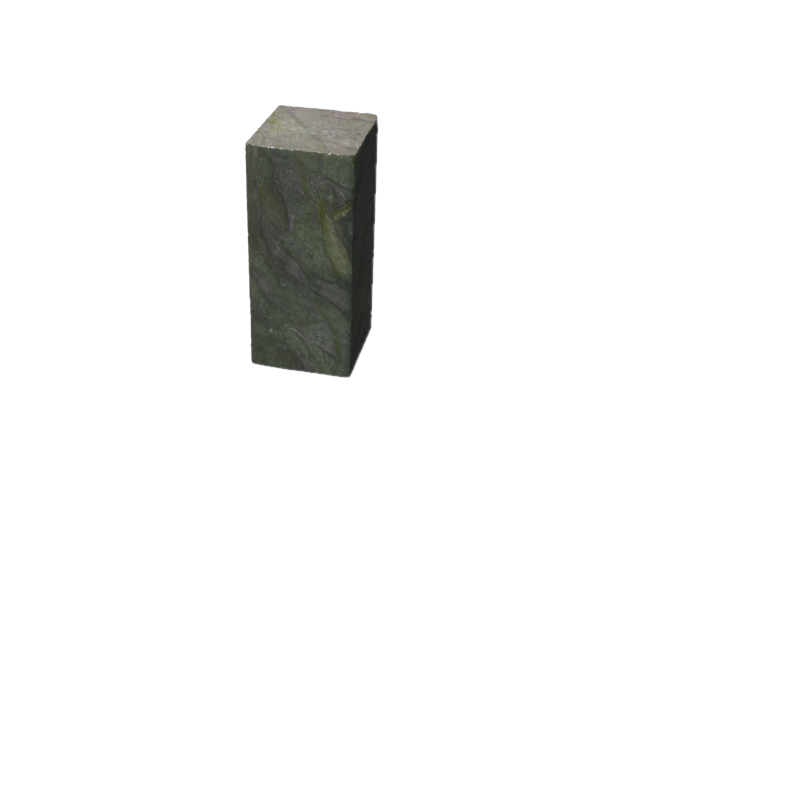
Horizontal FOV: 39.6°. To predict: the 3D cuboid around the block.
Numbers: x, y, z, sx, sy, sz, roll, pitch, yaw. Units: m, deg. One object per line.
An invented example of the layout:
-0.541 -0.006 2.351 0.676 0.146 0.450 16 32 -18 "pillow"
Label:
-0.073 -0.133 0.935 0.092 0.194 0.094 8 31 11 "block"
